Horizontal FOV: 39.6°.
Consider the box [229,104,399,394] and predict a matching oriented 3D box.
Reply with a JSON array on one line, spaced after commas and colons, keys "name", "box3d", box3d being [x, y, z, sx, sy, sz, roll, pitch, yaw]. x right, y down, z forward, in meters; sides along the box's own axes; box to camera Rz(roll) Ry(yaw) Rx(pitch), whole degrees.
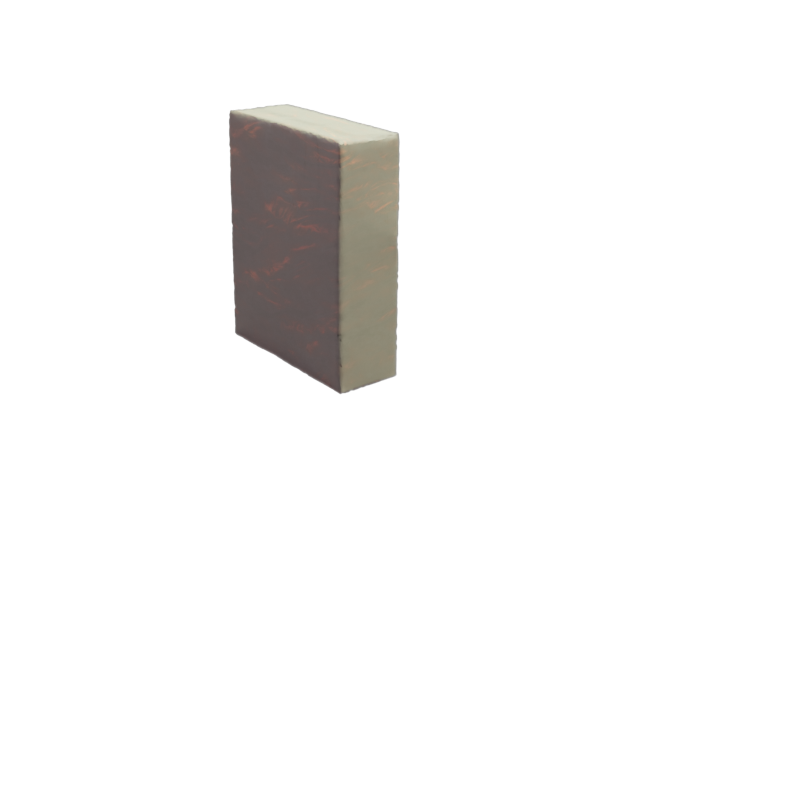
[{"name": "box", "box3d": [-0.075, -0.136, 0.953, 0.070, 0.205, 0.175, -13, 25, -36]}]
